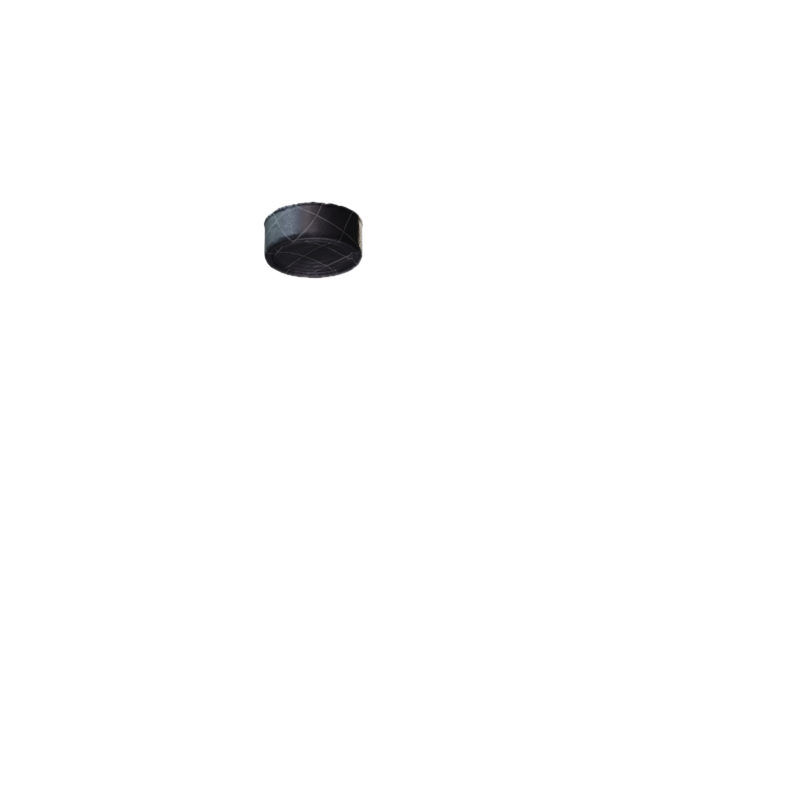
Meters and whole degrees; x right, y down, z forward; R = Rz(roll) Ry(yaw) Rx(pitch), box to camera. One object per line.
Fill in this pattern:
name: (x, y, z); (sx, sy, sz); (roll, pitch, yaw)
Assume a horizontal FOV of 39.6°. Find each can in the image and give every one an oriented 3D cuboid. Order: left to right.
can: (-0.075, -0.136, 0.953); (0.086, 0.035, 0.082); (0, -20, -2)
